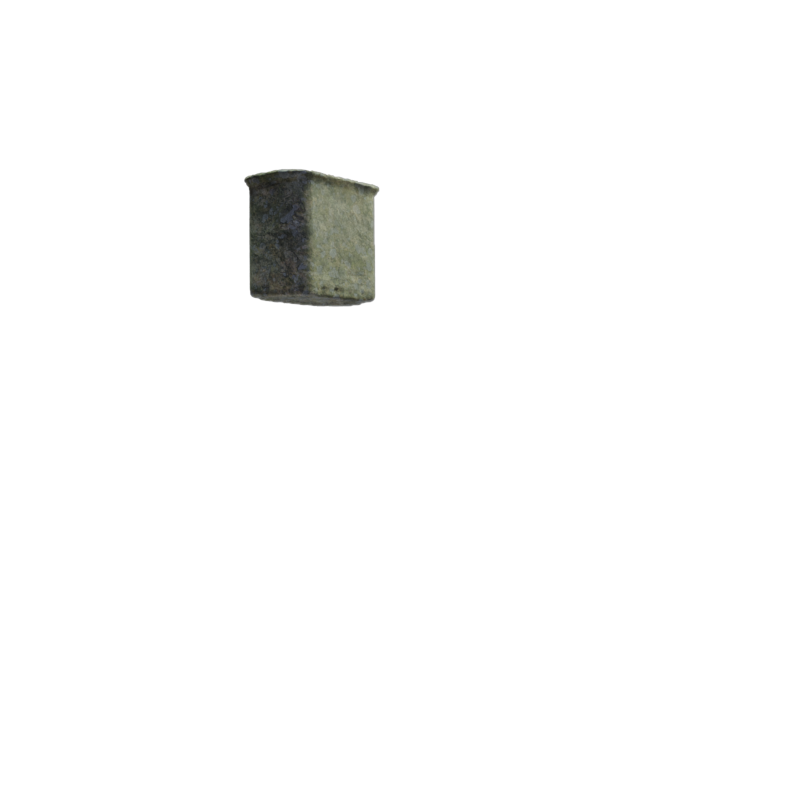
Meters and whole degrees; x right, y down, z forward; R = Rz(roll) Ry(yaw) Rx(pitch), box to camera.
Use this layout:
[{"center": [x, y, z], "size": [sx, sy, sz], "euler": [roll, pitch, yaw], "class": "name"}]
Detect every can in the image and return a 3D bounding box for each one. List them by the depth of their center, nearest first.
[{"center": [-0.060, -0.110, 0.770], "size": [0.059, 0.085, 0.097], "euler": [-5, -5, 38], "class": "can"}]
